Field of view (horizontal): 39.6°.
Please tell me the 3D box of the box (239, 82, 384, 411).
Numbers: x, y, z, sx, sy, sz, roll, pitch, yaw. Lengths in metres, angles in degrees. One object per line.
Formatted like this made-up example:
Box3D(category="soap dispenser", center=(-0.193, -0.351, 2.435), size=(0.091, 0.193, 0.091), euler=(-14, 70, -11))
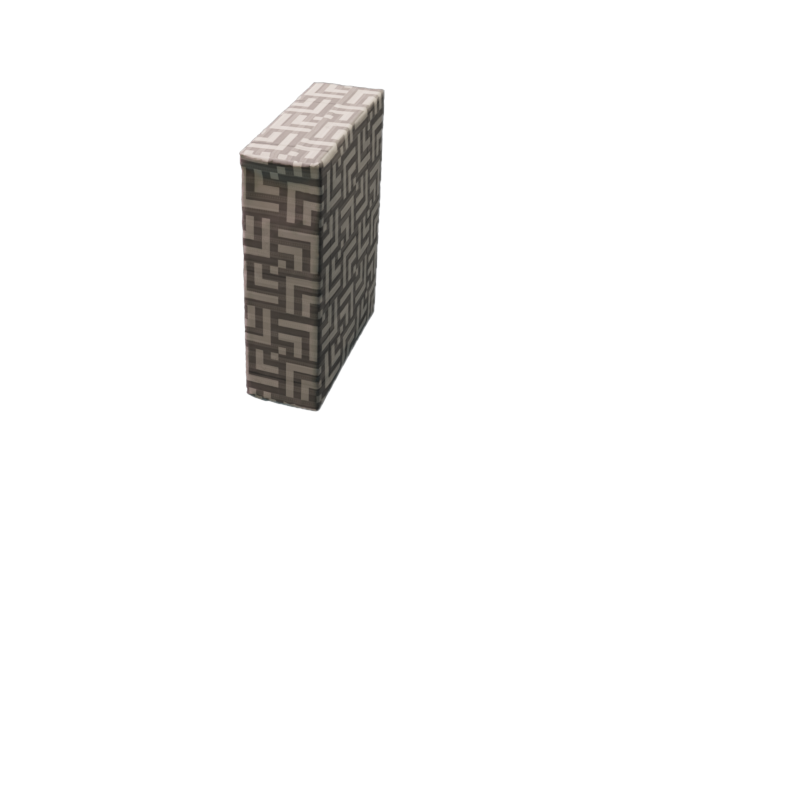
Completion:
Box3D(category="box", center=(-0.070, -0.127, 0.889), size=(0.074, 0.201, 0.170), euler=(9, 32, 12))
